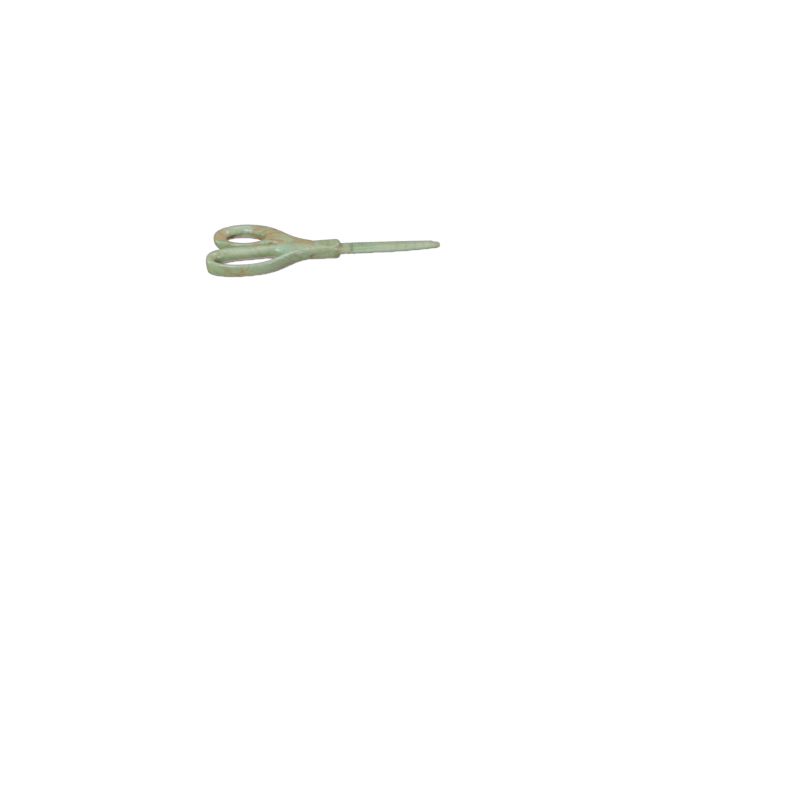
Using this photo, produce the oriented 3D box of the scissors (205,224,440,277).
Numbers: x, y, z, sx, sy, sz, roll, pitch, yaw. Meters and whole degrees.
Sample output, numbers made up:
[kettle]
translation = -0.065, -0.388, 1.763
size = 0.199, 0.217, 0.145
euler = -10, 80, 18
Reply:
[scissors]
translation = -0.076, -0.139, 0.973
size = 0.198, 0.015, 0.103
euler = -12, 32, -19
